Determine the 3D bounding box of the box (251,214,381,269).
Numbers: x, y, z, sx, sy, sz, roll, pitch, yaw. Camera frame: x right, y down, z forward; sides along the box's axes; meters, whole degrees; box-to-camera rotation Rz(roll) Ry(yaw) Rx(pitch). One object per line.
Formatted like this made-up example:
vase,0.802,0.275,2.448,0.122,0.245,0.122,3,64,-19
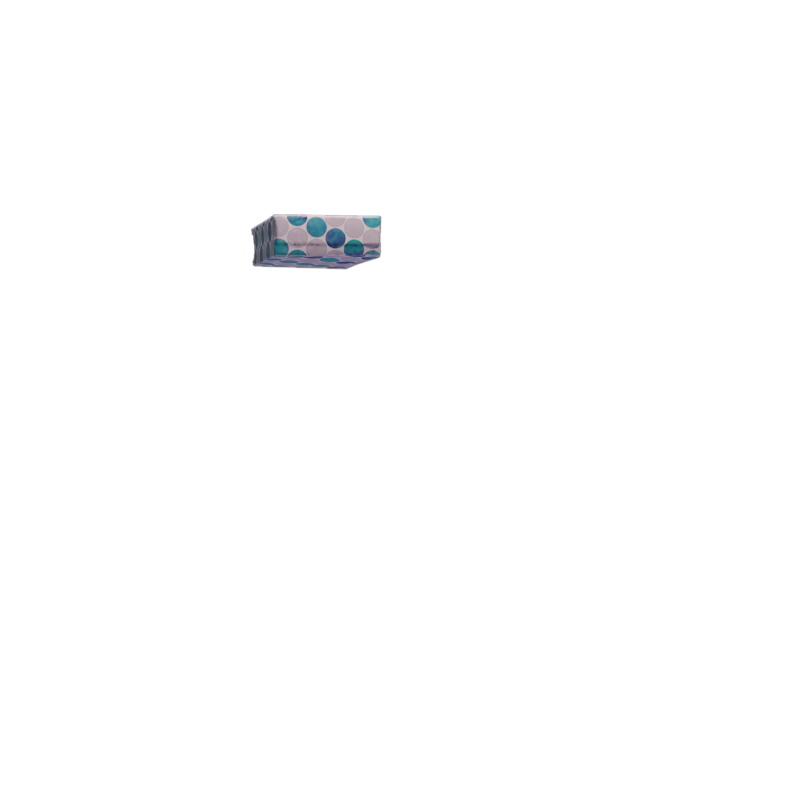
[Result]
box,-0.073,-0.133,0.934,0.088,0.039,0.115,0,0,-15
